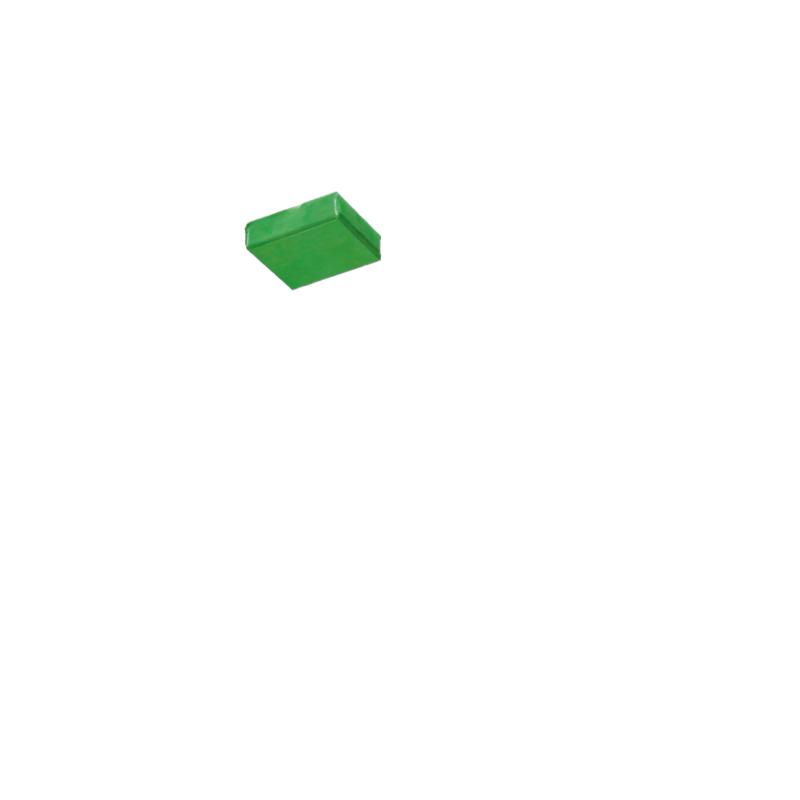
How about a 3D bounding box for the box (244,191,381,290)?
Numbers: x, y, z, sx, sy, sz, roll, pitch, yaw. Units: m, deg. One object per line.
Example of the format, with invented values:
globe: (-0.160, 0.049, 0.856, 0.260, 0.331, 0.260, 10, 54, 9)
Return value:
box: (-0.071, -0.129, 0.906, 0.090, 0.032, 0.068, -15, -32, 25)
